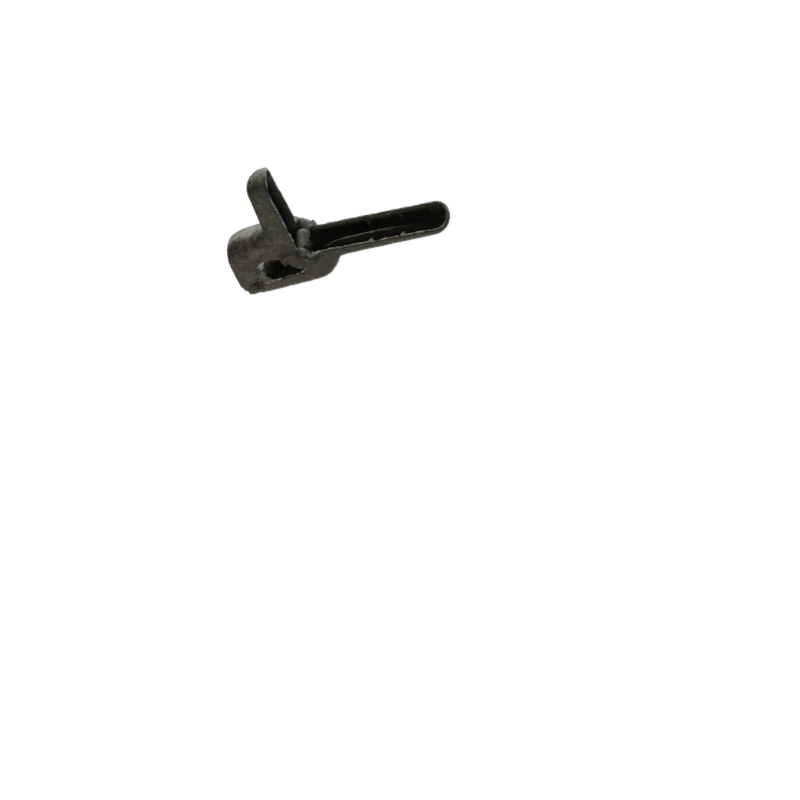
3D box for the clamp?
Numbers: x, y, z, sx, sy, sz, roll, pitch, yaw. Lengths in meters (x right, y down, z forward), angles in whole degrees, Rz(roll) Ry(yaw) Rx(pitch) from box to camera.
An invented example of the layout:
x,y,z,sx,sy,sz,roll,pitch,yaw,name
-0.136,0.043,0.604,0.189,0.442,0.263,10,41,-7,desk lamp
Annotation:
x,y,z,sx,sy,sz,roll,pitch,yaw,name
-0.070,-0.127,0.888,0.159,0.038,0.208,6,-15,-22,clamp
